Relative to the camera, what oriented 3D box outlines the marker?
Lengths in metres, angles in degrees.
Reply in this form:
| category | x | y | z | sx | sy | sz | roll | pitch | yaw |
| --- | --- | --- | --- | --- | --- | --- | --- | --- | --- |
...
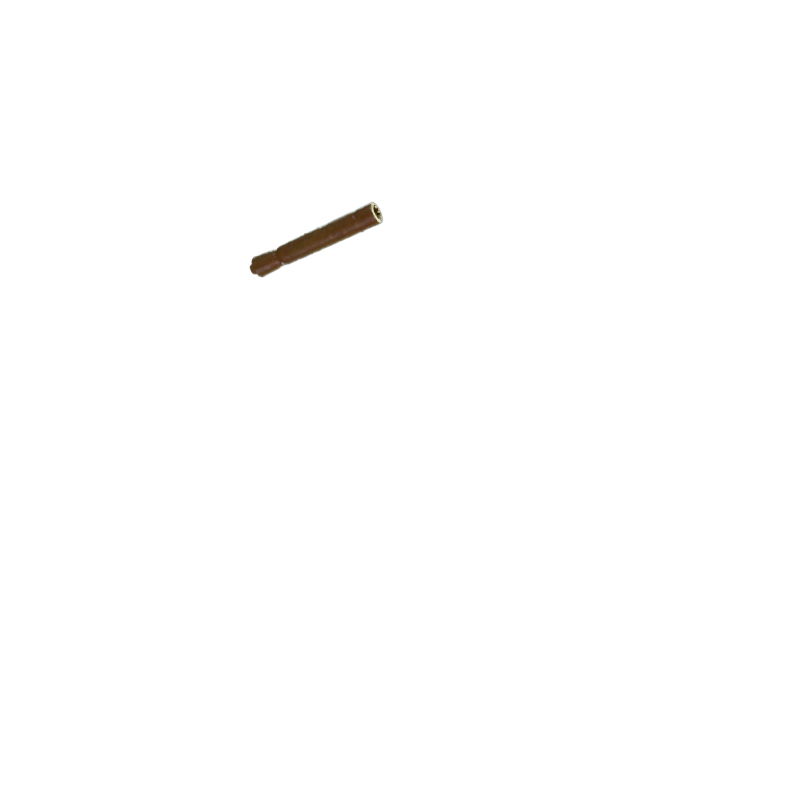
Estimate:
| category | x | y | z | sx | sy | sz | roll | pitch | yaw |
| --- | --- | --- | --- | --- | --- | --- | --- | --- | --- |
| marker | -0.070 | -0.128 | 0.897 | 0.122 | 0.020 | 0.019 | -21 | -5 | 23 |
